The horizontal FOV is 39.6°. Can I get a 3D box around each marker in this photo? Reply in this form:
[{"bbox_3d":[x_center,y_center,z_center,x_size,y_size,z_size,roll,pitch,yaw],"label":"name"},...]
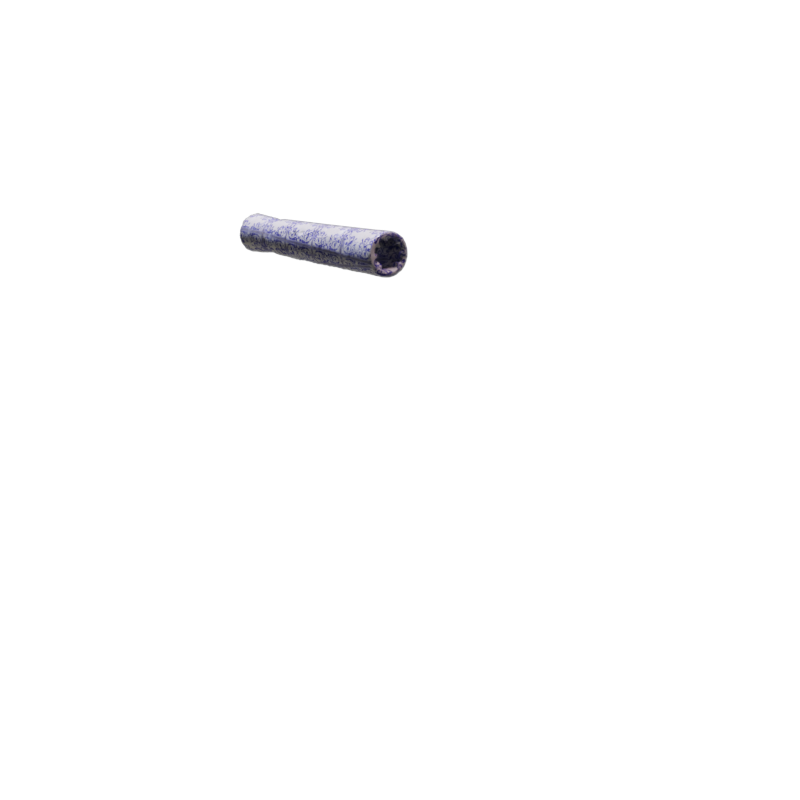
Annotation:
[{"bbox_3d":[-0.039,-0.070,0.492,0.019,0.019,0.127,-3,13,-33],"label":"marker"}]
